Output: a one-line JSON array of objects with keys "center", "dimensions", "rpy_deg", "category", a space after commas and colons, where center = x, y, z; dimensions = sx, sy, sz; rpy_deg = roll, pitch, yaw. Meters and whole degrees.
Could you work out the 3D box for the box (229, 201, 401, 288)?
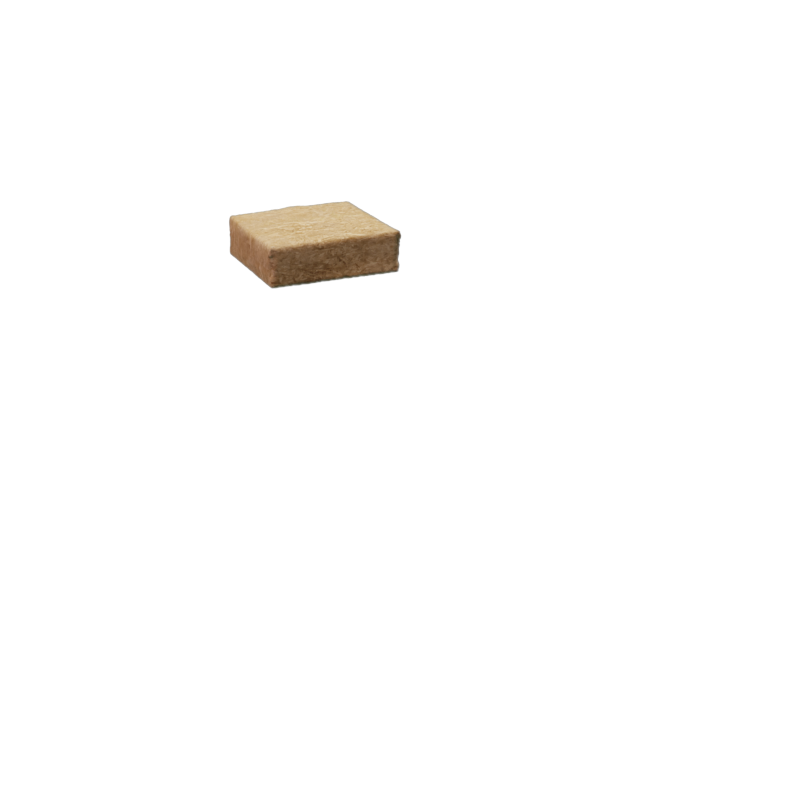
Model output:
[{"center": [-0.055, -0.100, 0.701], "dimensions": [0.087, 0.029, 0.078], "rpy_deg": [-11, 27, -23], "category": "box"}]
